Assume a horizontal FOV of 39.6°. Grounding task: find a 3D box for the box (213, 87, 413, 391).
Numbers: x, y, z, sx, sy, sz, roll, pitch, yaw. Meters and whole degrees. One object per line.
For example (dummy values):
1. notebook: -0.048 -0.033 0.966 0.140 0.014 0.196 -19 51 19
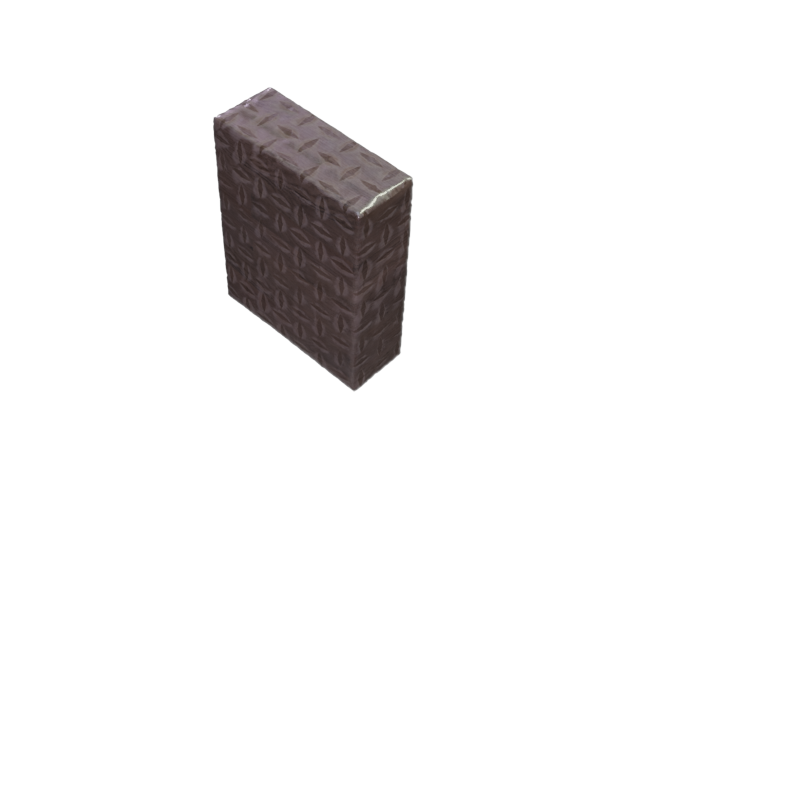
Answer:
1. box: -0.073 -0.133 0.931 0.174 0.199 0.072 38 57 26
